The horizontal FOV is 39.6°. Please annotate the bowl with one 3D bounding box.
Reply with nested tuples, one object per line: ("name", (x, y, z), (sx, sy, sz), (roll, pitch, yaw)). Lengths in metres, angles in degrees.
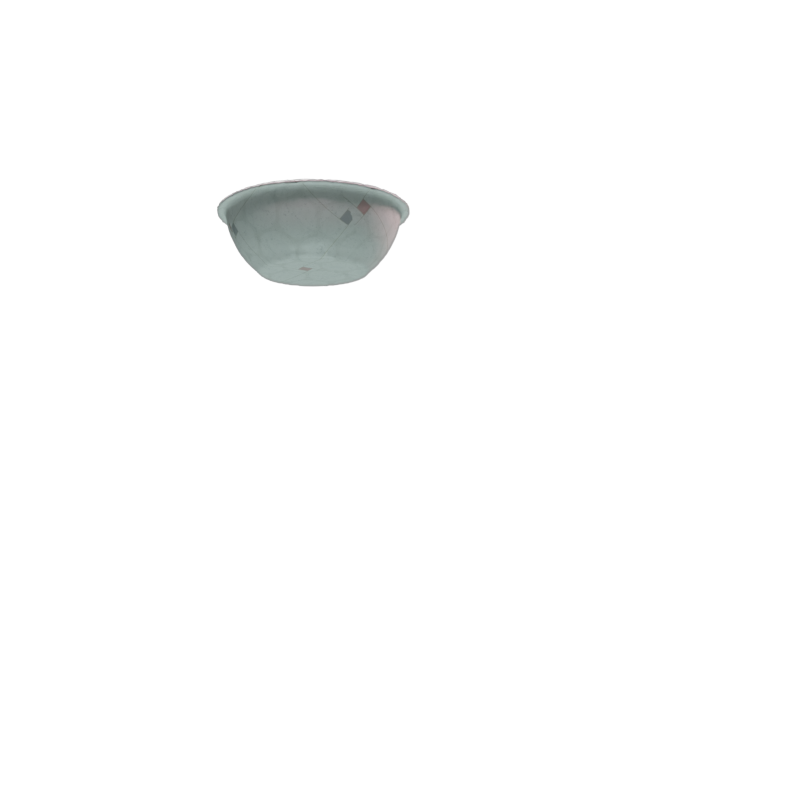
("bowl", (-0.072, -0.132, 0.925), (0.162, 0.057, 0.157), (0, -10, -2))
